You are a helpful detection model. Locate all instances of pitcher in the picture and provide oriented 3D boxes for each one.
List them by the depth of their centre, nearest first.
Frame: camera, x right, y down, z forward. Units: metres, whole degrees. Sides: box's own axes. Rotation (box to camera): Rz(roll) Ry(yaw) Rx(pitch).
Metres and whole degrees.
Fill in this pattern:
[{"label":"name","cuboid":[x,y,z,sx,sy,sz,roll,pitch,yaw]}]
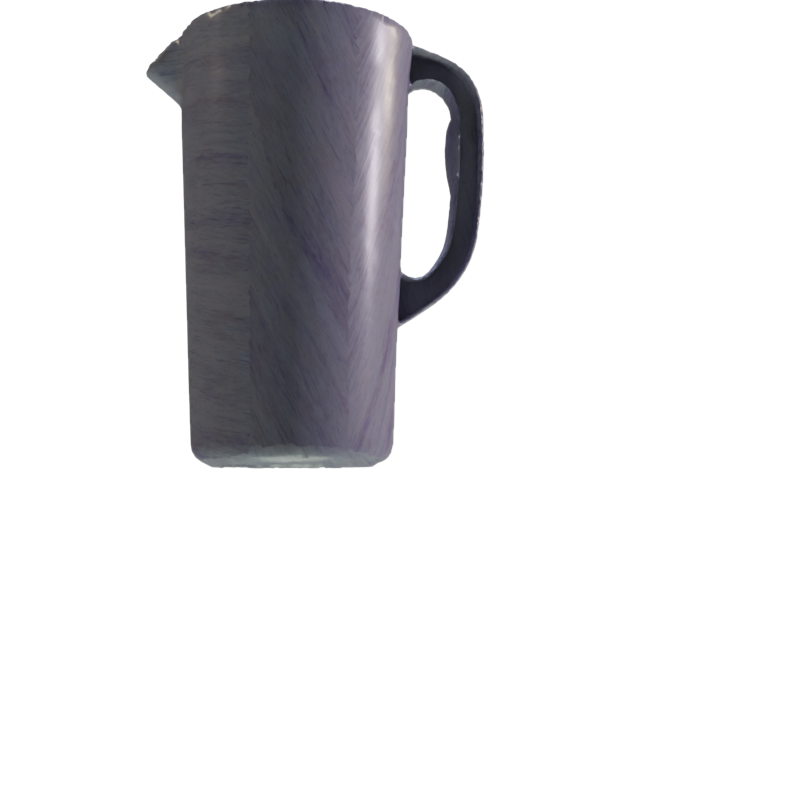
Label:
[{"label":"pitcher","cuboid":[-0.048,-0.087,0.610,0.153,0.249,0.138,-7,-10,38]}]
